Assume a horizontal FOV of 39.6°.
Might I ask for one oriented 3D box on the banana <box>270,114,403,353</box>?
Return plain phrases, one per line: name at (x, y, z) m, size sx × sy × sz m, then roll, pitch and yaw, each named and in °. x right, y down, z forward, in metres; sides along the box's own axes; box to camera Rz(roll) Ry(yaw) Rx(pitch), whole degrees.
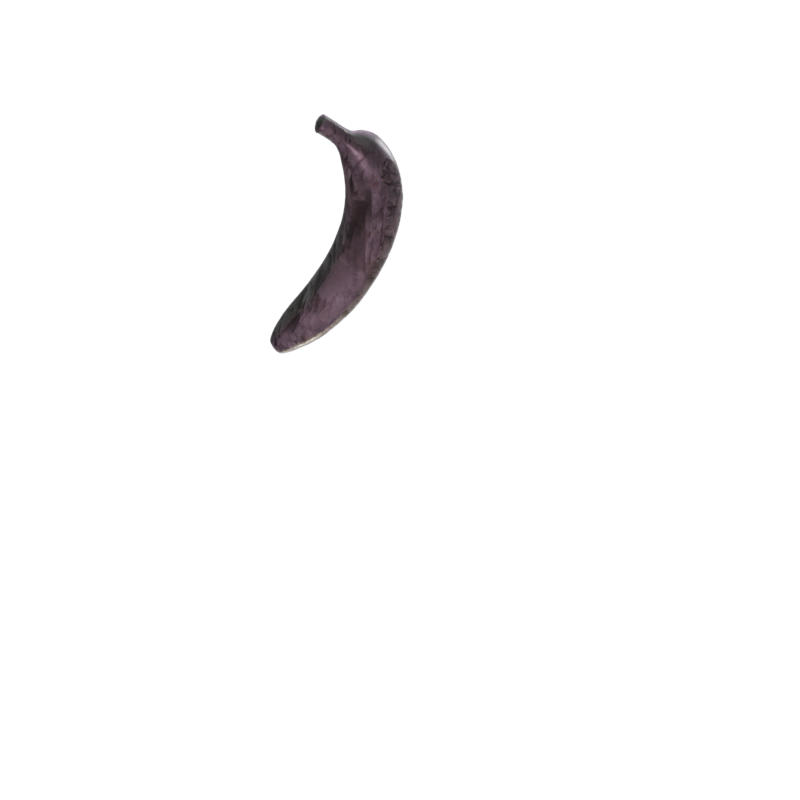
banana at (-0.039, -0.106, 0.736) m, size 0.069 × 0.187 × 0.039 m, roll 9°, pitch 39°, yaw -9°
